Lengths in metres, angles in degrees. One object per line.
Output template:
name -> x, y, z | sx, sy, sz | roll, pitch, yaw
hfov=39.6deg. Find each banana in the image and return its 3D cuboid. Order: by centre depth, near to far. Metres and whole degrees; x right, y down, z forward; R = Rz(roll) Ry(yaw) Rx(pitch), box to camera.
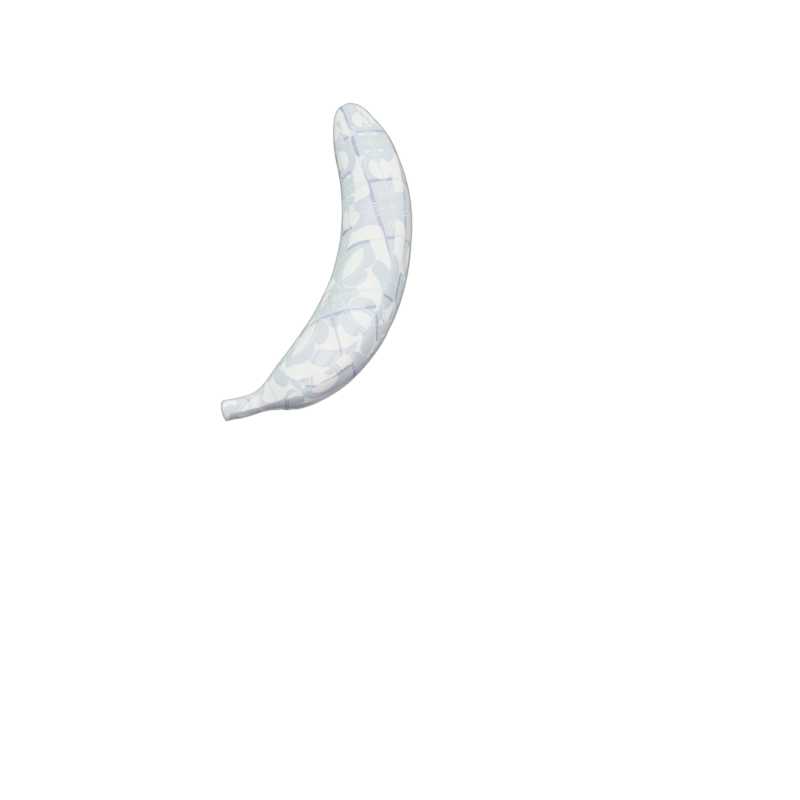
banana -> -0.029, -0.074, 0.574 | 0.071, 0.207, 0.035 | 15, -28, 7
